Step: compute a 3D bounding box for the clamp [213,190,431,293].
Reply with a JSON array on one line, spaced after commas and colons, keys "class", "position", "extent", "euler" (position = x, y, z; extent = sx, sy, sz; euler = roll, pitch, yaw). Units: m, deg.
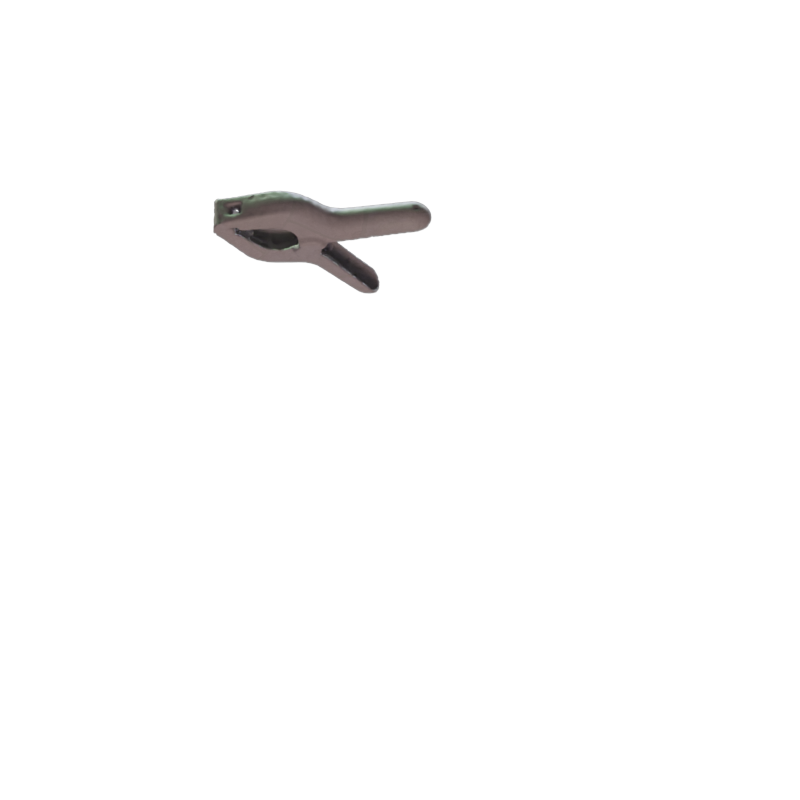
[{"class": "clamp", "position": [-0.071, -0.130, 0.911], "extent": [0.169, 0.042, 0.114], "euler": [7, -36, -10]}]
